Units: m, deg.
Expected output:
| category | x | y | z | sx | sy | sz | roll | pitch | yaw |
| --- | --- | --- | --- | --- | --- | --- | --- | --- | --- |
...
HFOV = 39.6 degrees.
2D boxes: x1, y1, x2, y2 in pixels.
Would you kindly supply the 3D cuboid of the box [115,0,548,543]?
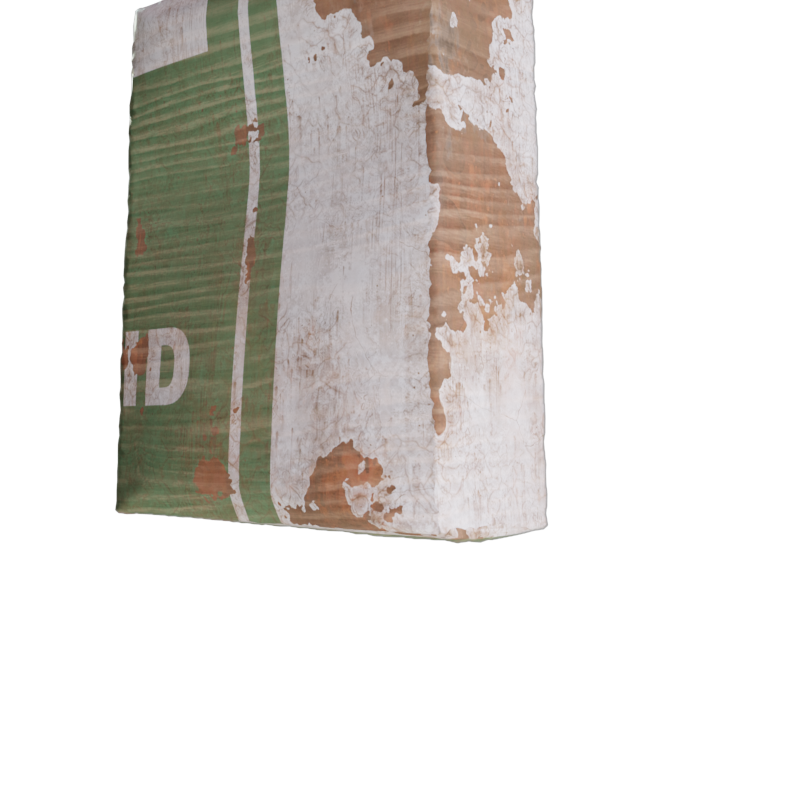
| category | x | y | z | sx | sy | sz | roll | pitch | yaw |
| --- | --- | --- | --- | --- | --- | --- | --- | --- | --- |
| box | -0.033 | -0.061 | 0.427 | 0.169 | 0.218 | 0.068 | -5 | -9 | 39 |
